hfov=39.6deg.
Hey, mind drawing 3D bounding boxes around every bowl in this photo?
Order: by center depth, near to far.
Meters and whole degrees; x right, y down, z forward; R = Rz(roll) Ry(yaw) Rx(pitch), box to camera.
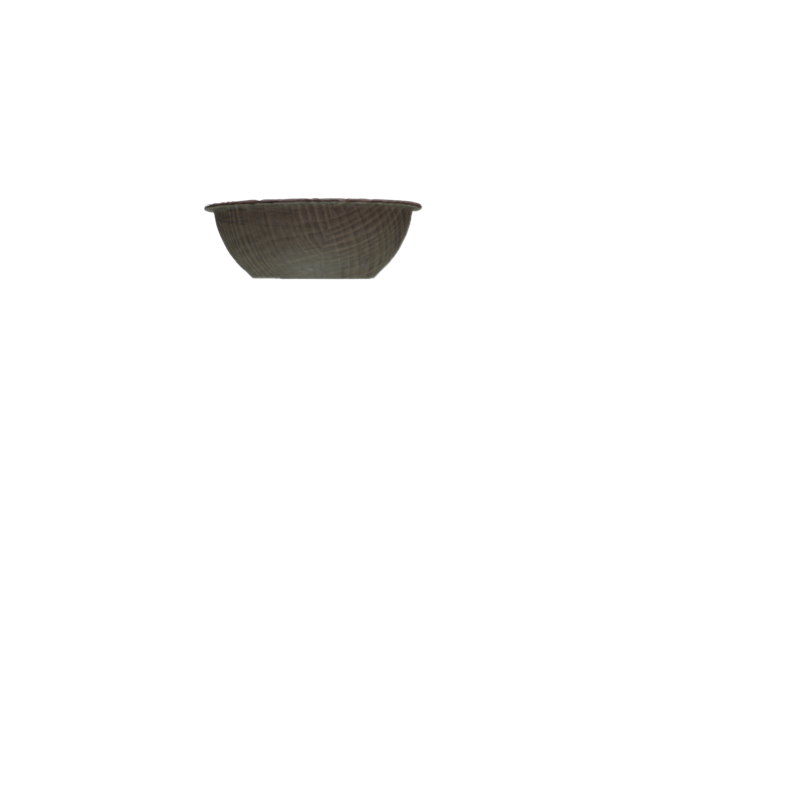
[{"bbox_3d":[-0.064,-0.117,0.821,0.162,0.055,0.163,0,6,-2],"label":"bowl"}]
